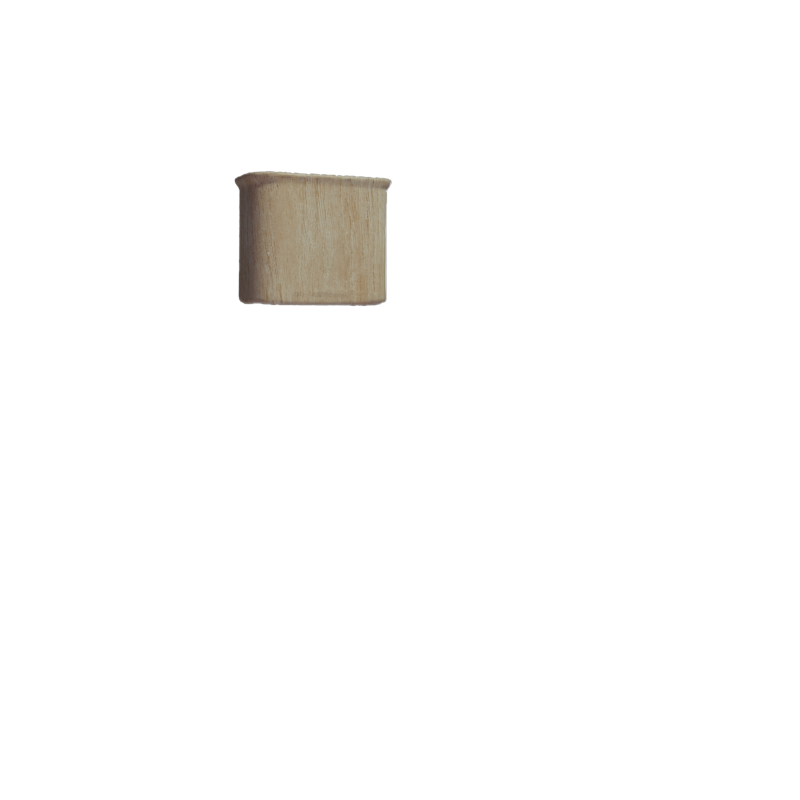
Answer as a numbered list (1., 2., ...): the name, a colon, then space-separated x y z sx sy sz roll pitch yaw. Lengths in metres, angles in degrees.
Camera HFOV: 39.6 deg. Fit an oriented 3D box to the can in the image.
1. can: -0.057 -0.105 0.733 0.099 0.084 0.059 0 -2 -23
